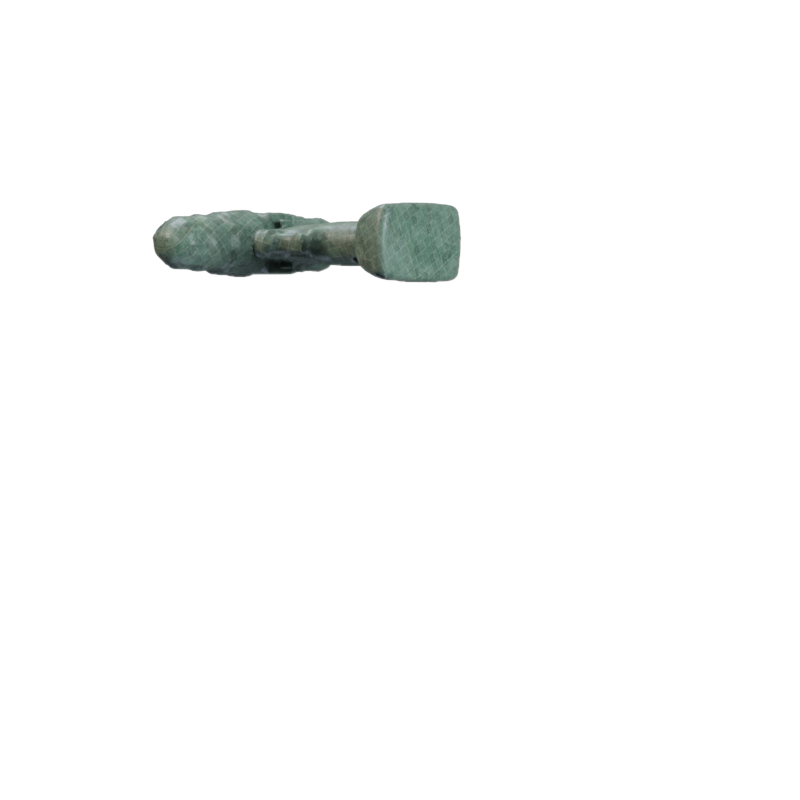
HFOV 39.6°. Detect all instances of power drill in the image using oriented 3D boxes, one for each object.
[{"bbox_3d":[-0.065,-0.118,0.828,0.196,0.057,0.179,7,11,39],"label":"power drill"}]
